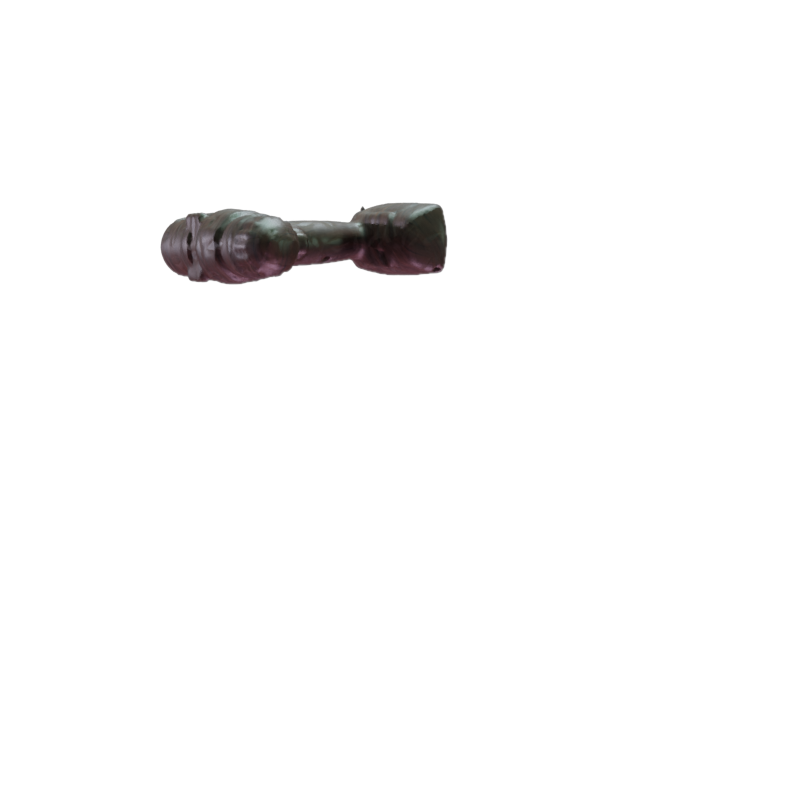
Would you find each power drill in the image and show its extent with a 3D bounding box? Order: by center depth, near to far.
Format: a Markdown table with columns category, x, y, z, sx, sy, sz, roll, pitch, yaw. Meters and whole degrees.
| category | x | y | z | sx | sy | sz | roll | pitch | yaw |
| --- | --- | --- | --- | --- | --- | --- | --- | --- | --- |
| power drill | -0.063 | -0.115 | 0.806 | 0.182 | 0.057 | 0.192 | -5 | 10 | -29 |
